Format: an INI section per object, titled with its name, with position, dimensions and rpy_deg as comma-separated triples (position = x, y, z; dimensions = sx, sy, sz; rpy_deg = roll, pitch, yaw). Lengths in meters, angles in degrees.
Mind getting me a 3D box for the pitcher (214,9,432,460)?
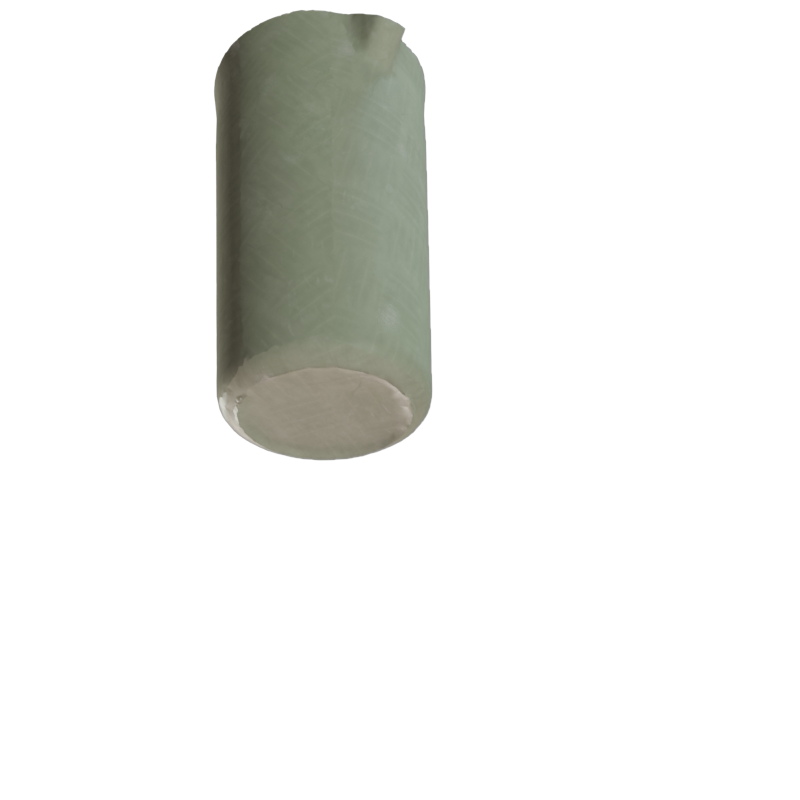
[pitcher]
position = -0.049, -0.090, 0.632
dimensions = 0.146, 0.260, 0.138
rpy_deg = -9, -37, 8
